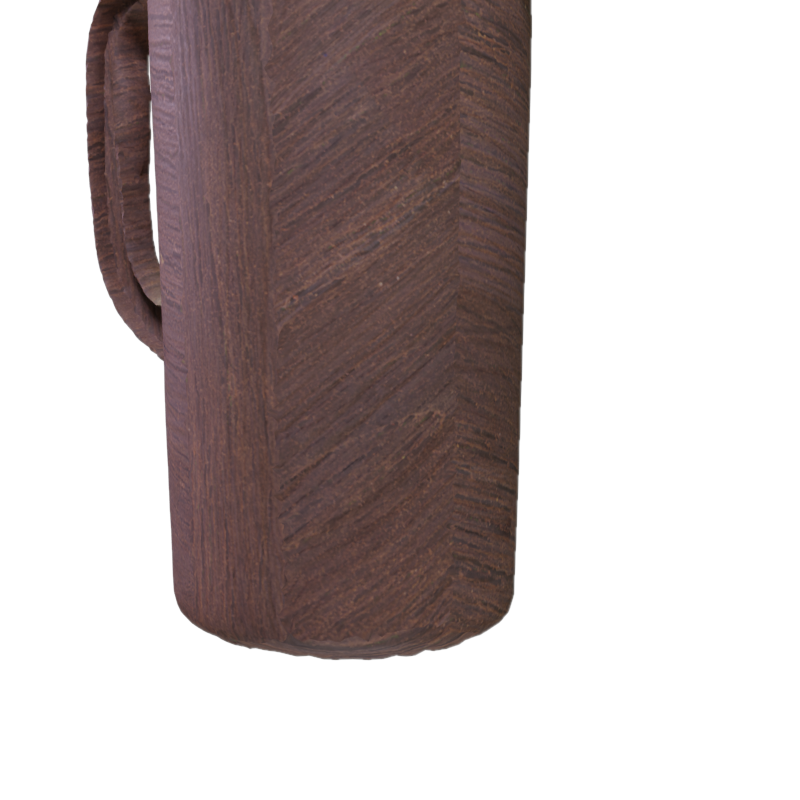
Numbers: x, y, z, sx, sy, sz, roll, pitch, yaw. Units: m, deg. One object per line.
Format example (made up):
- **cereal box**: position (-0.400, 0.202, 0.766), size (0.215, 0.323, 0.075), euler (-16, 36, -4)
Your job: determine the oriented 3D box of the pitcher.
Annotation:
- **pitcher**: position (-0.029, -0.053, 0.369), size (0.142, 0.245, 0.151), euler (1, -3, -17)
